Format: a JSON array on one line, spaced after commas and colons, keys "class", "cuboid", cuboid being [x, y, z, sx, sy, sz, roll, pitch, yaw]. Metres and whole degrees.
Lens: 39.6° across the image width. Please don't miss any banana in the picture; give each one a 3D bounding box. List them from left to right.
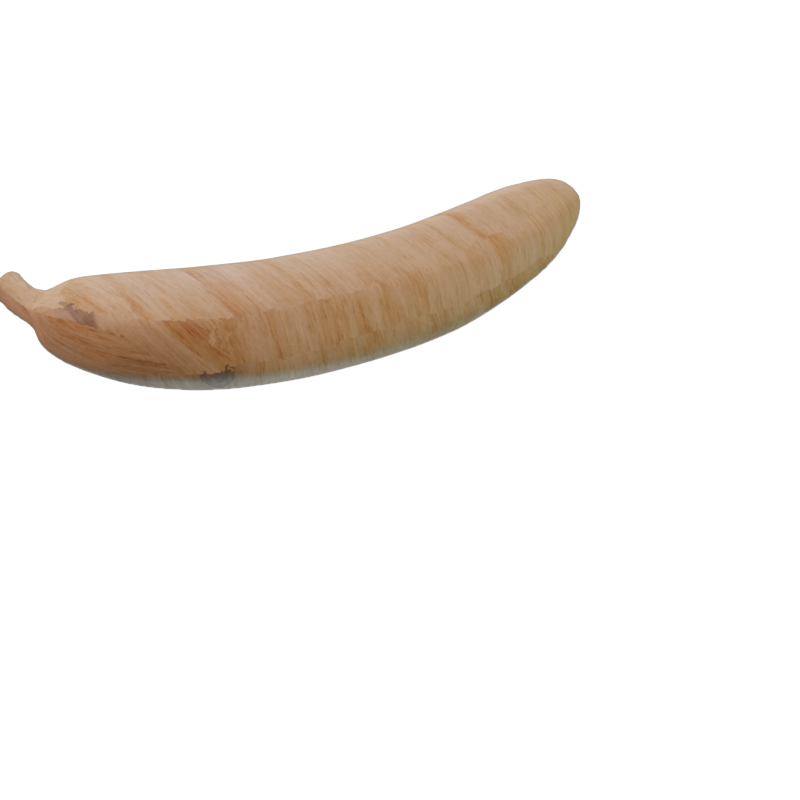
[{"class": "banana", "cuboid": [-0.027, -0.037, 0.345, 0.196, 0.034, 0.075, -9, 45, -10]}]
